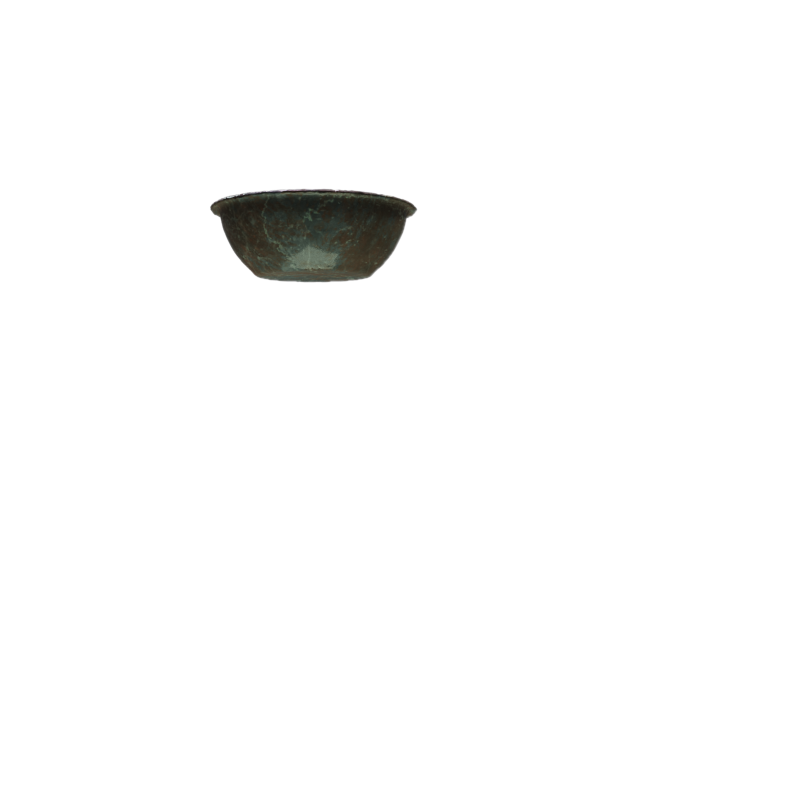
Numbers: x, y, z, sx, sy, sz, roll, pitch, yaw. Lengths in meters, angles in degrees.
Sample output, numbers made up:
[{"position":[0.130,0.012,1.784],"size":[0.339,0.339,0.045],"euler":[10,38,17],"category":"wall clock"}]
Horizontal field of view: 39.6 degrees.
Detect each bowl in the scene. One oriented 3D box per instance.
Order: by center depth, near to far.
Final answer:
[{"position":[-0.068,-0.124,0.867],"size":[0.162,0.056,0.161],"euler":[0,-1,-2],"category":"bowl"}]
